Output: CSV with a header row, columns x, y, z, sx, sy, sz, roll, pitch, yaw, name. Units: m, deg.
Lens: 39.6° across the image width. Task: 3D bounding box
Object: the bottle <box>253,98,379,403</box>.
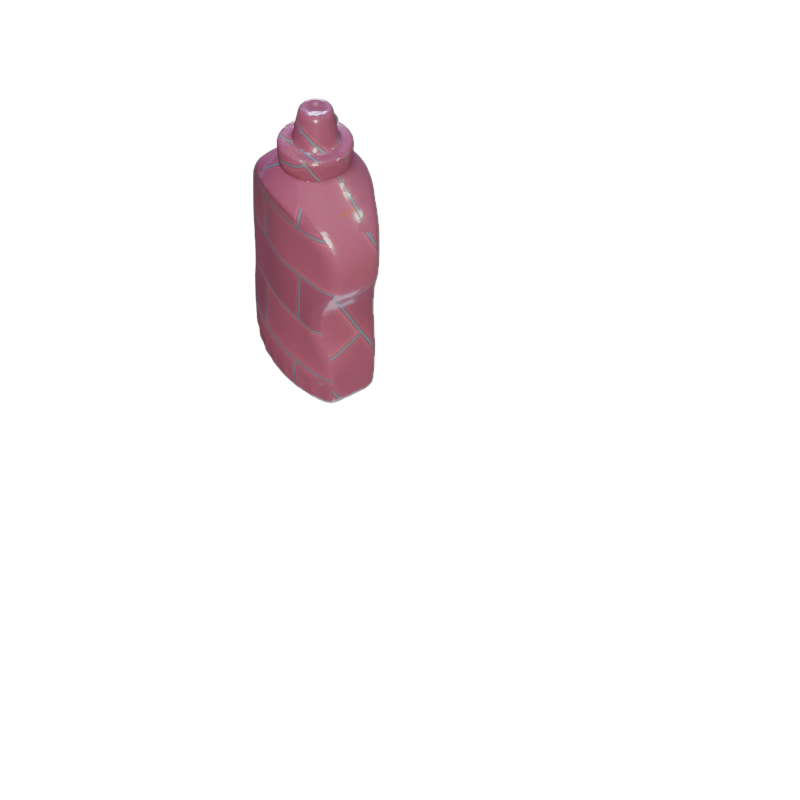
x,y,z,sx,sy,sz,roll,pitch,yaw,name
-0.049,-0.091,0.635,0.058,0.104,0.179,-22,-37,-21,bottle
